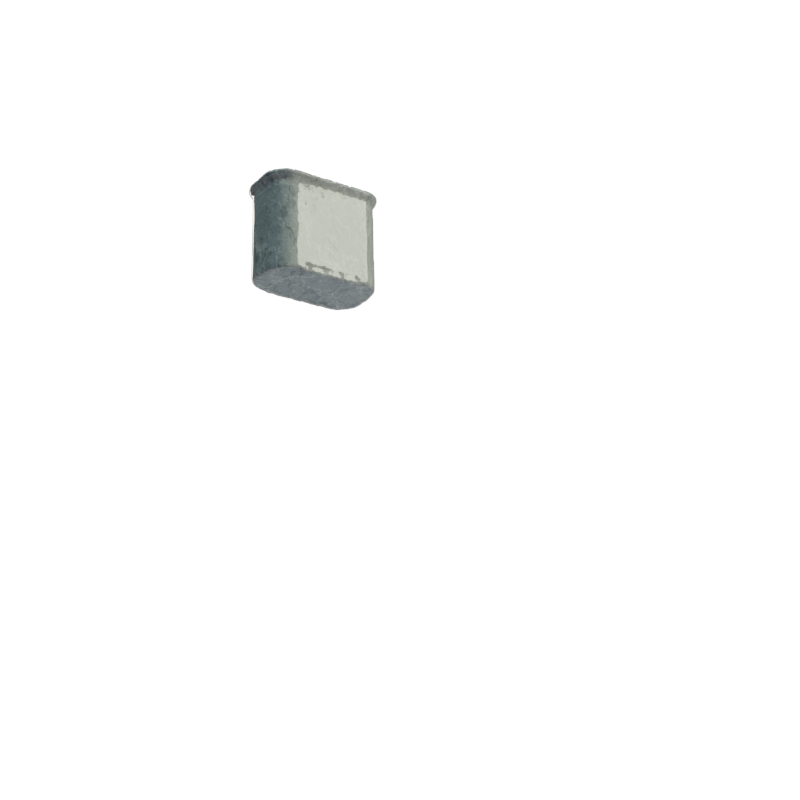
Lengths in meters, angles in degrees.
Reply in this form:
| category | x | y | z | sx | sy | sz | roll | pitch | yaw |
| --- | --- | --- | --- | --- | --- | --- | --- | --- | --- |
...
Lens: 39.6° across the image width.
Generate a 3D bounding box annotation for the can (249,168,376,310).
| category | x | y | z | sx | sy | sz | roll | pitch | yaw |
| --- | --- | --- | --- | --- | --- | --- | --- | --- | --- |
| can | -0.068 | -0.124 | 0.871 | 0.097 | 0.088 | 0.057 | 13 | -28 | -31 |
